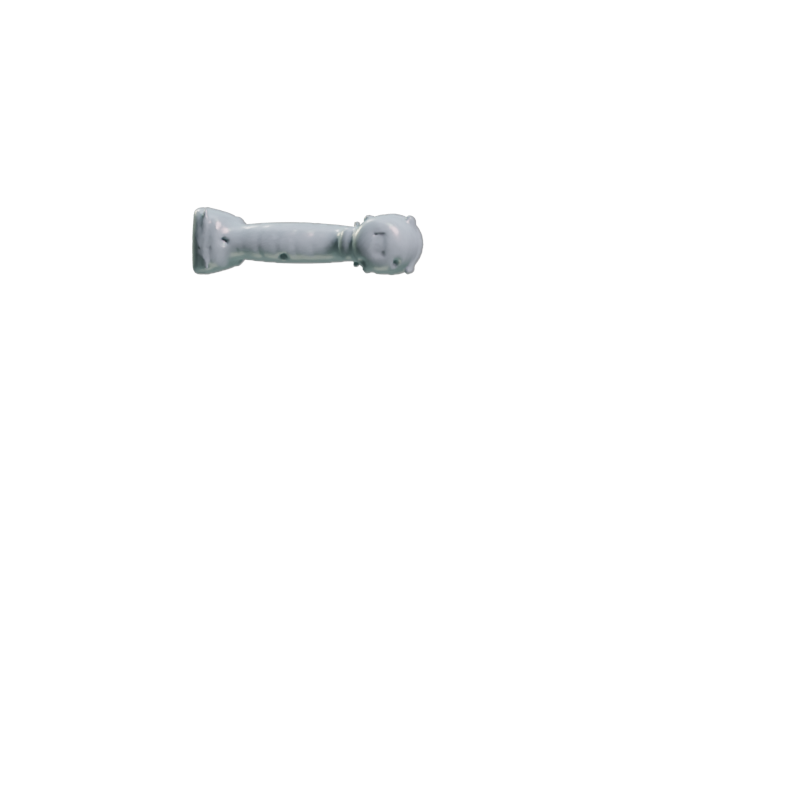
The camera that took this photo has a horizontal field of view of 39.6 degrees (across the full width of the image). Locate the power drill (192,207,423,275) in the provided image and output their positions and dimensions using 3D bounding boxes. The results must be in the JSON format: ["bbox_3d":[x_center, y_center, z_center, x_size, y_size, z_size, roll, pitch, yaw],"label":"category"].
[{"bbox_3d":[-0.075,-0.136,0.954,0.190,0.057,0.183,1,6,7],"label":"power drill"}]
